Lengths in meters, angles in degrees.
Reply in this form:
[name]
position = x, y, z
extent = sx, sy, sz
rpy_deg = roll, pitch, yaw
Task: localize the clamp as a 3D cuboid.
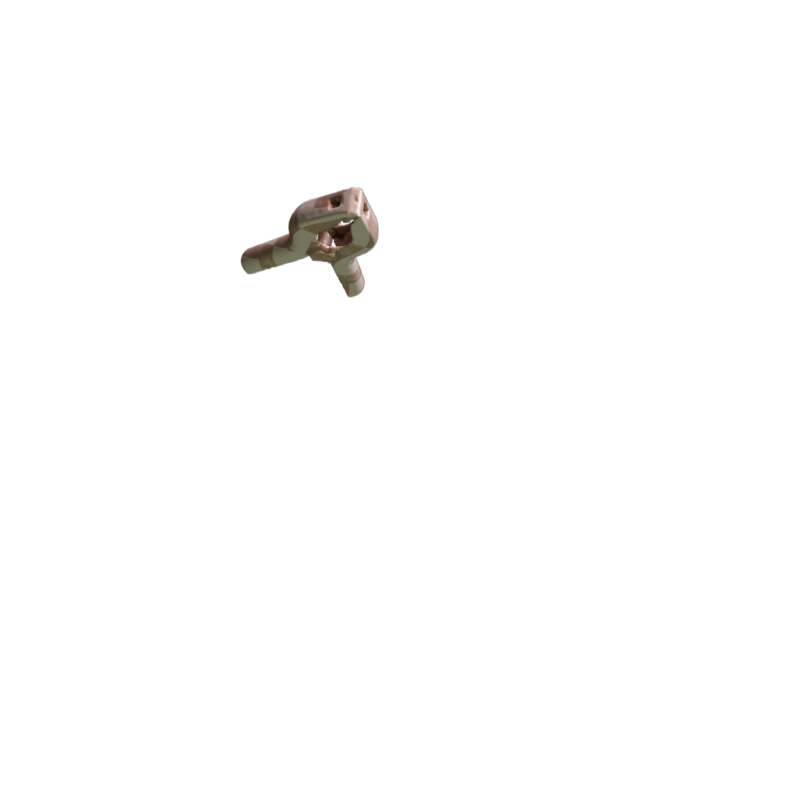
[clamp]
position = -0.078, -0.142, 0.992
extent = 0.118, 0.041, 0.164
rpy_deg = 4, -23, -11
